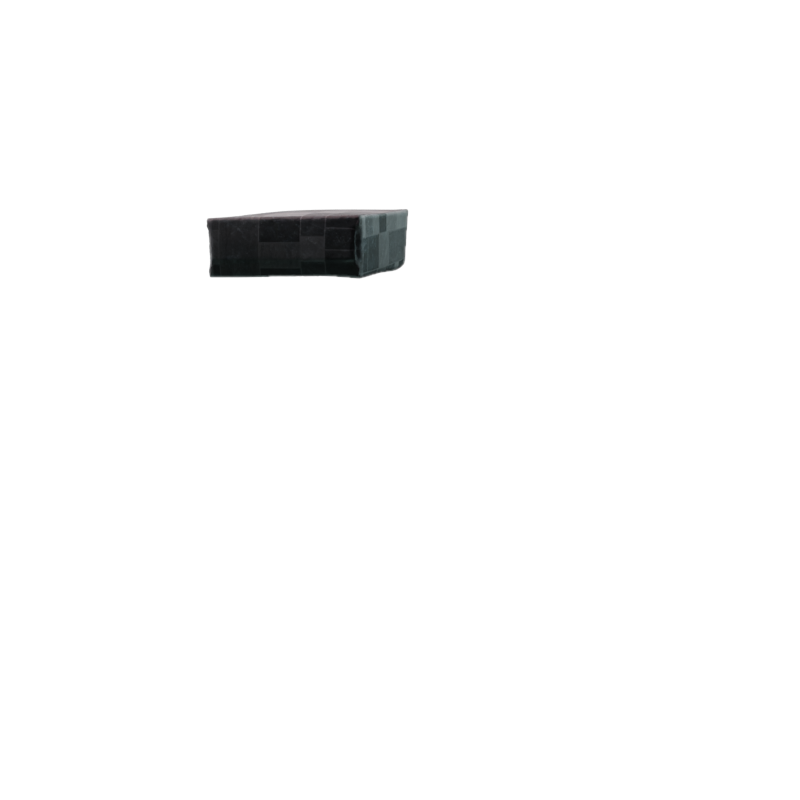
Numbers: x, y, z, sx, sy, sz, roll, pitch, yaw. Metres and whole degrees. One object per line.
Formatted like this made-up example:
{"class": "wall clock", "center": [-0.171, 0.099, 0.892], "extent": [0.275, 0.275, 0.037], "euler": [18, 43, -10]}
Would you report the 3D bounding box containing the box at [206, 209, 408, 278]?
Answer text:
{"class": "box", "center": [-0.051, -0.093, 0.653], "extent": [0.092, 0.038, 0.112], "euler": [2, 9, 16]}
